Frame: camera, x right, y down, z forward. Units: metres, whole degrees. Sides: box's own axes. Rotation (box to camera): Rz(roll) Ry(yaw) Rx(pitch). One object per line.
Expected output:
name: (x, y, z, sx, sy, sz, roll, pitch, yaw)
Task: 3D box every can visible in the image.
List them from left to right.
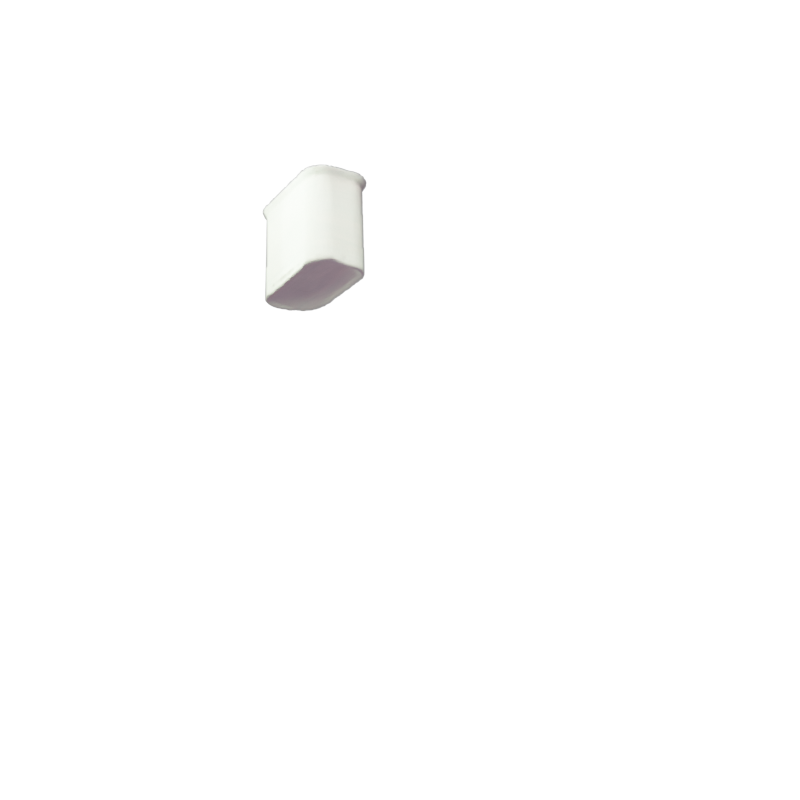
can: (-0.070, -0.127, 0.892, 0.055, 0.089, 0.101, 13, -27, -29)
